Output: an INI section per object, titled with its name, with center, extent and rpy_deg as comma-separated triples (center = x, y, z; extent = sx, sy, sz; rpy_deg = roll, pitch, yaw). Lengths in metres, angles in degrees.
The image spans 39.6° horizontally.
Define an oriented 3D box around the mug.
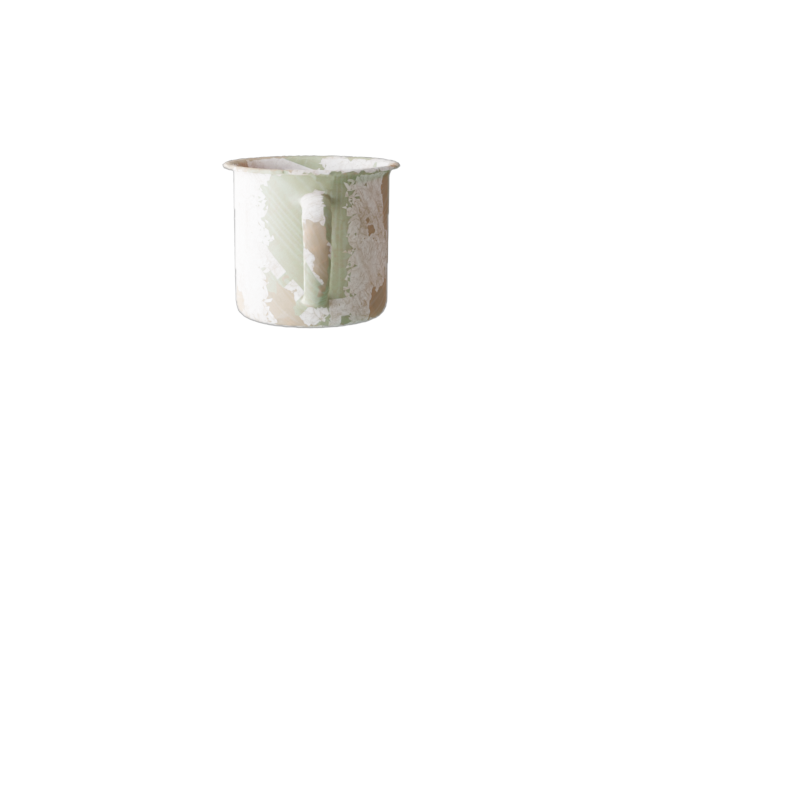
[mug]
center = -0.045, -0.082, 0.578
extent = 0.092, 0.079, 0.122
rpy_deg = -1, 15, -8
